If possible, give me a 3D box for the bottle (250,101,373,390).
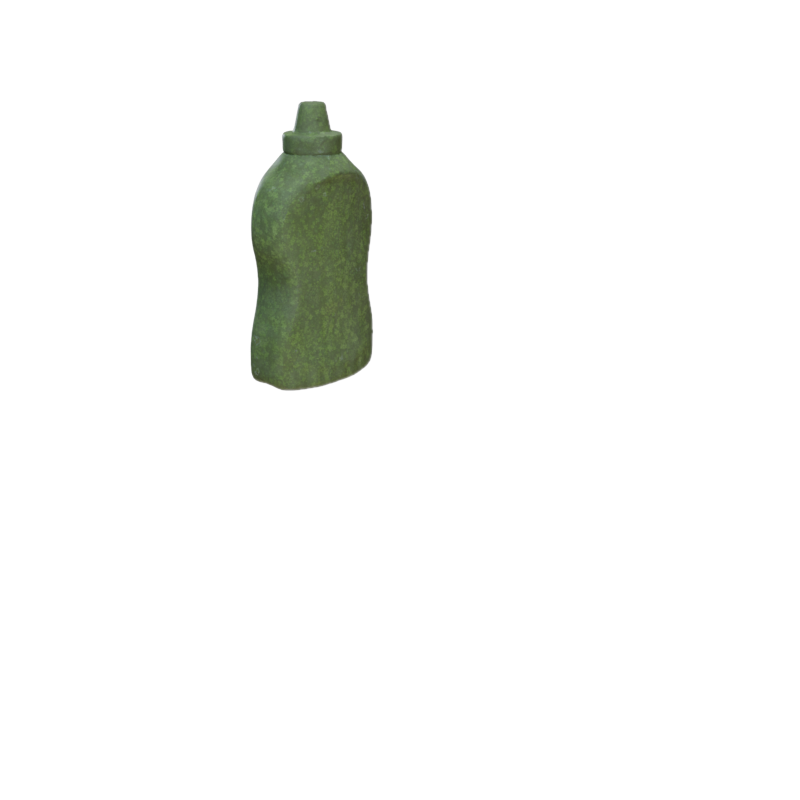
[{"bbox_3d":[-0.060,-0.109,0.764,0.062,0.186,0.094,14,19,42],"label":"bottle"}]
